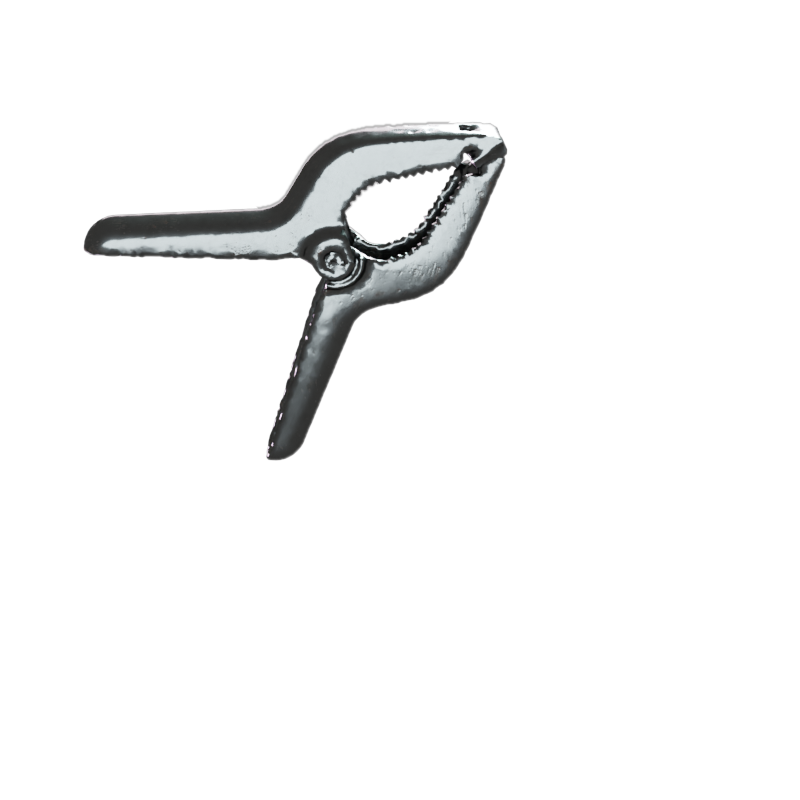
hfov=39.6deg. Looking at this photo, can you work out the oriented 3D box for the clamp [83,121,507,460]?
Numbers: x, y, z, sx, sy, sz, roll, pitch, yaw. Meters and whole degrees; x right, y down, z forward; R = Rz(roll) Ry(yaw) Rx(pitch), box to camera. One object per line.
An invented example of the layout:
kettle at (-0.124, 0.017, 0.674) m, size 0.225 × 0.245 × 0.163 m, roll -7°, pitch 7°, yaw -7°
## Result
clamp at (-0.044, -0.080, 0.561) m, size 0.208 × 0.157 × 0.038 m, roll -40°, pitch 18°, yaw 16°
